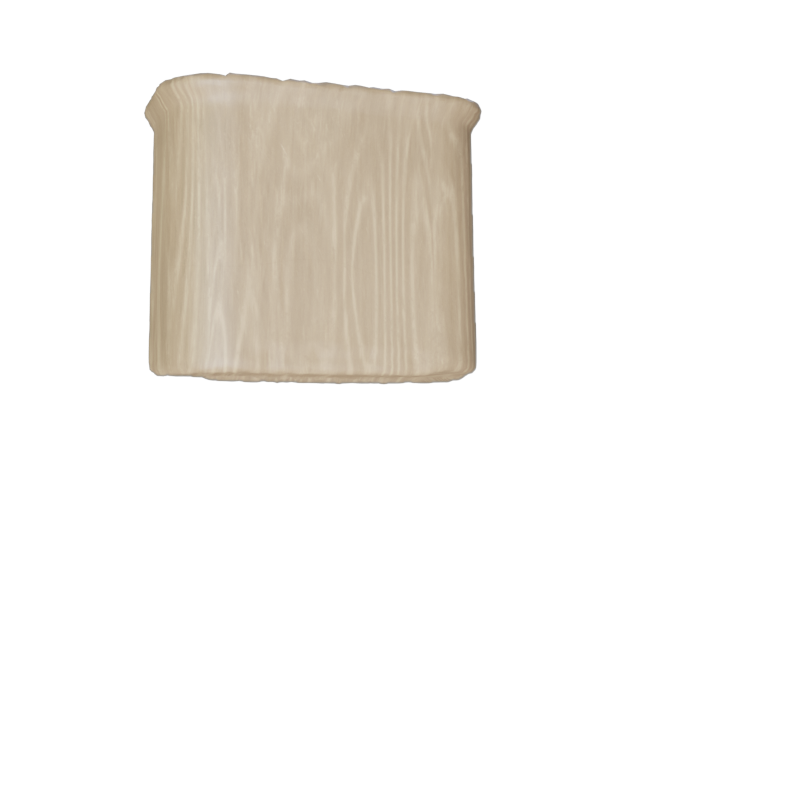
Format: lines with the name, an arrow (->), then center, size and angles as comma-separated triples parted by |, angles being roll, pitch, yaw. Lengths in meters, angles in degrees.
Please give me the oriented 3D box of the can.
can -> -0.027, -0.048, 0.338 | 0.099, 0.086, 0.058 | 2, -7, -20
